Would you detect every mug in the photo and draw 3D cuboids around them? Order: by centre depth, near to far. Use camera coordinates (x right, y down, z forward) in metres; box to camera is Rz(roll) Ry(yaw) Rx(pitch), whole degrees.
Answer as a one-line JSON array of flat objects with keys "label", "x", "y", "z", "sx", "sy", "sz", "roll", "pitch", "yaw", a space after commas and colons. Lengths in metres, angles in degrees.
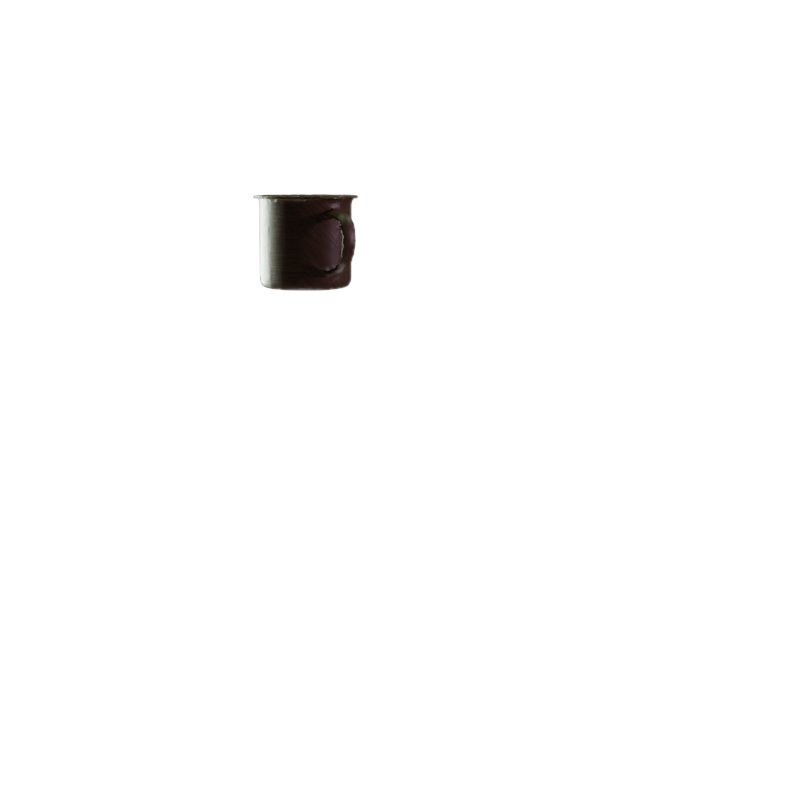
[{"label": "mug", "x": -0.076, "y": -0.139, "z": 0.972, "sx": 0.090, "sy": 0.080, "sz": 0.123, "roll": -6, "pitch": 11, "yaw": -37}]
